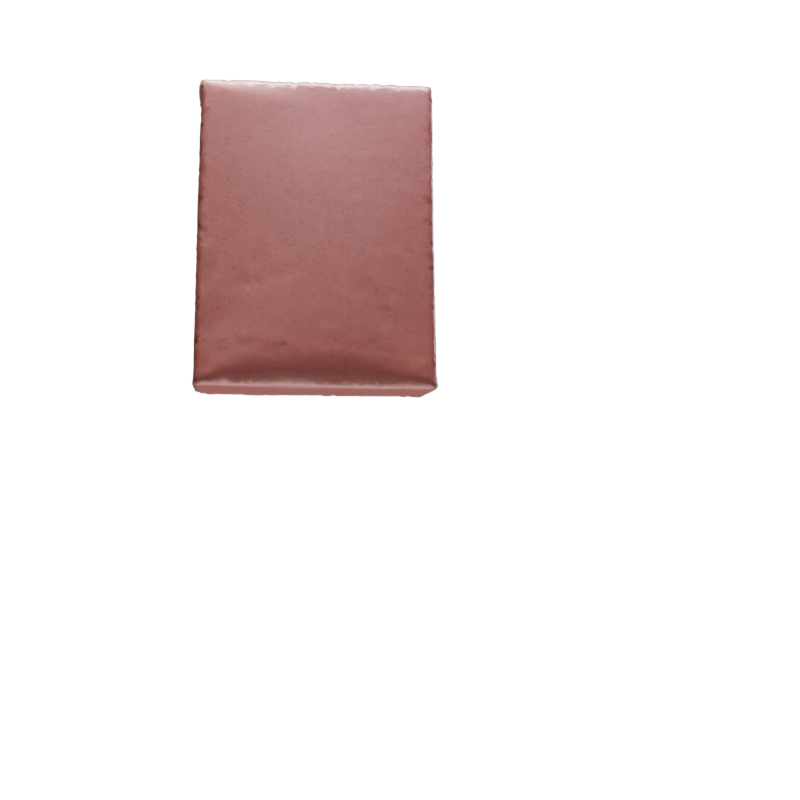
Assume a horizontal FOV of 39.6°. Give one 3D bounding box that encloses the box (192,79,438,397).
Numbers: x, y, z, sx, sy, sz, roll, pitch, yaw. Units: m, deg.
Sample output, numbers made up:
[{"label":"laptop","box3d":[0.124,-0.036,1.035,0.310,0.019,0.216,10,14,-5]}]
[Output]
[{"label":"box","box3d":[-0.061,-0.111,0.778,0.163,0.221,0.070,0,-13,-6]}]
